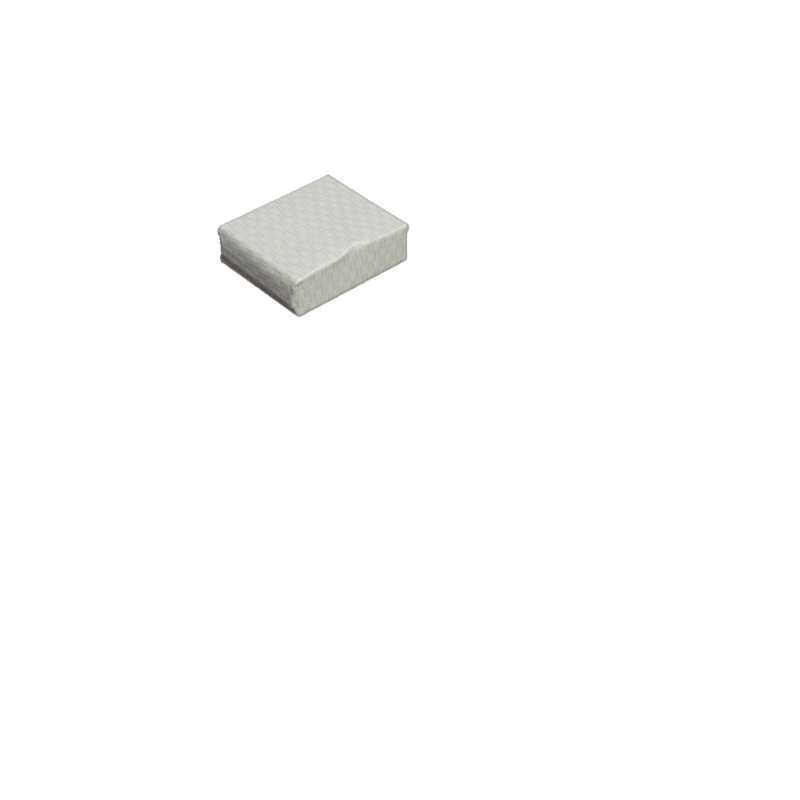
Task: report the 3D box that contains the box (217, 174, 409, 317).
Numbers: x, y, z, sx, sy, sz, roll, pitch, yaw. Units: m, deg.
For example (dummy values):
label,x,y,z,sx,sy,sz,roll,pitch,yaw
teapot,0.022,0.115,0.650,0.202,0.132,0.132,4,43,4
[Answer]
label,x,y,z,sx,sy,sz,roll,pitch,yaw
box,-0.051,-0.093,0.654,0.089,0.028,0.078,-30,49,-31
